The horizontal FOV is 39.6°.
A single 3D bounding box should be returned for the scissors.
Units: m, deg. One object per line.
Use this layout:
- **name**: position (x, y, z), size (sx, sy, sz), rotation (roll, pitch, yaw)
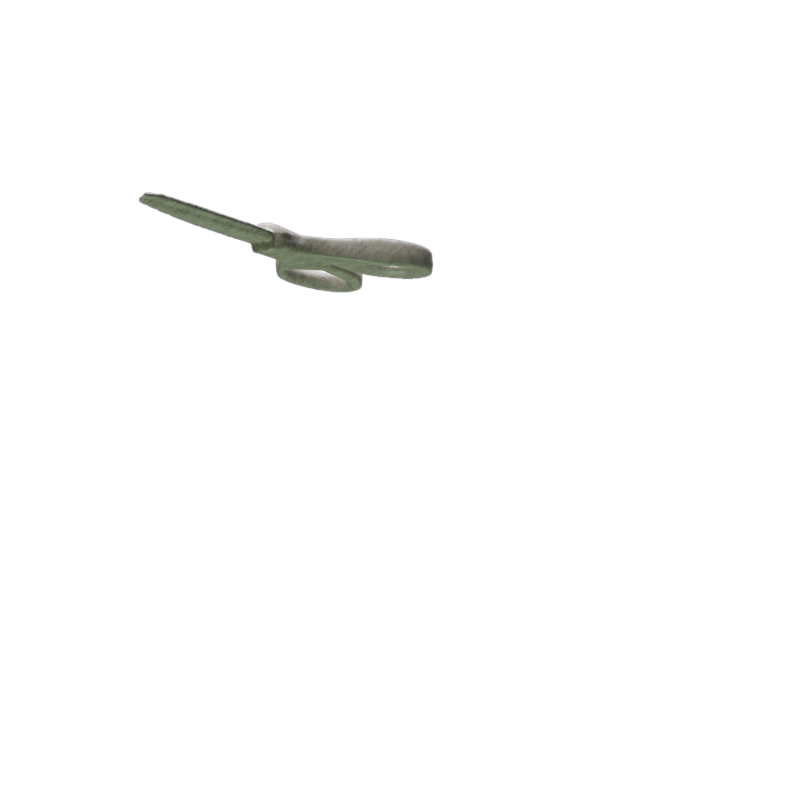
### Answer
- **scissors**: position (-0.043, -0.079, 0.555), size (0.098, 0.016, 0.193), rotation (-1, -6, 14)
